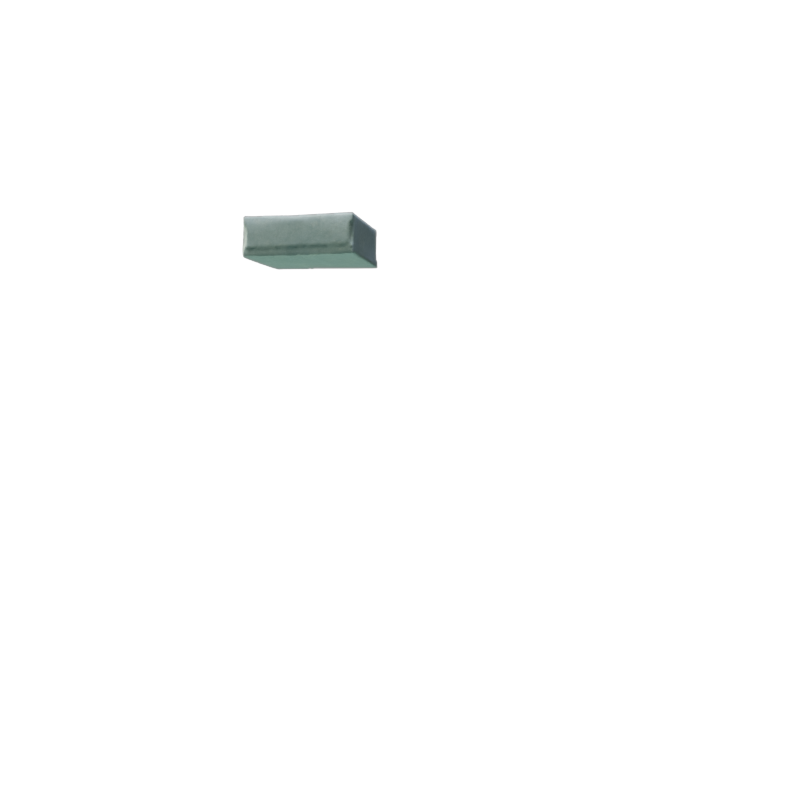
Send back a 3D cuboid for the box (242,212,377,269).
[{"bbox_3d":[-0.058,-0.106,0.743,0.074,0.030,0.087,0,1,11],"label":"box"}]
